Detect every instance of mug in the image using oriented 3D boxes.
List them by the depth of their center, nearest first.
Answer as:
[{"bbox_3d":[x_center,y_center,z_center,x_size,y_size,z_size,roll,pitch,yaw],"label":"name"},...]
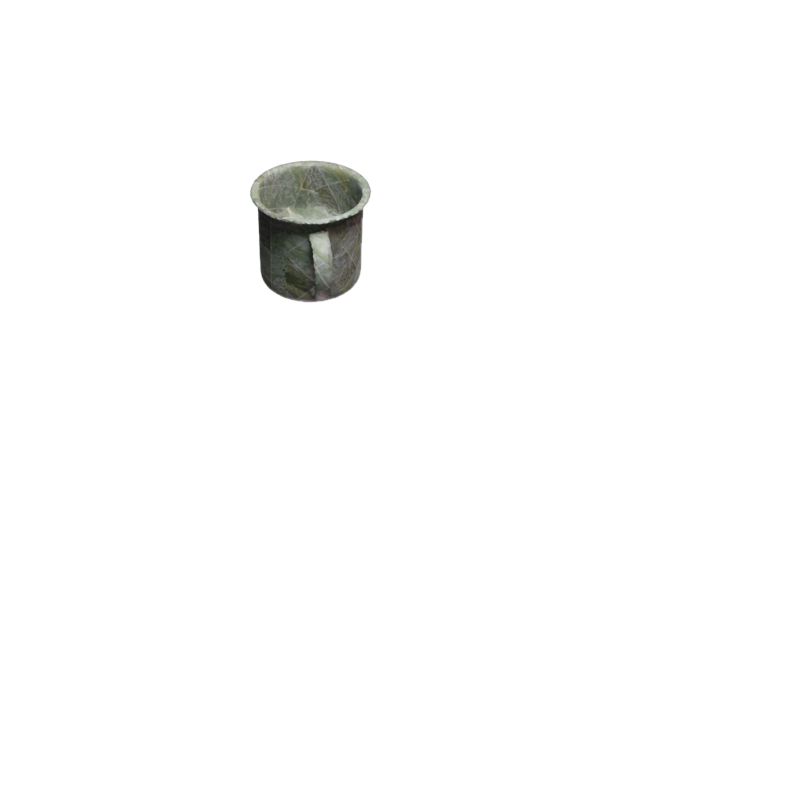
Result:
[{"bbox_3d":[-0.068,-0.124,0.866,0.092,0.076,0.126,-7,39,-11],"label":"mug"}]
